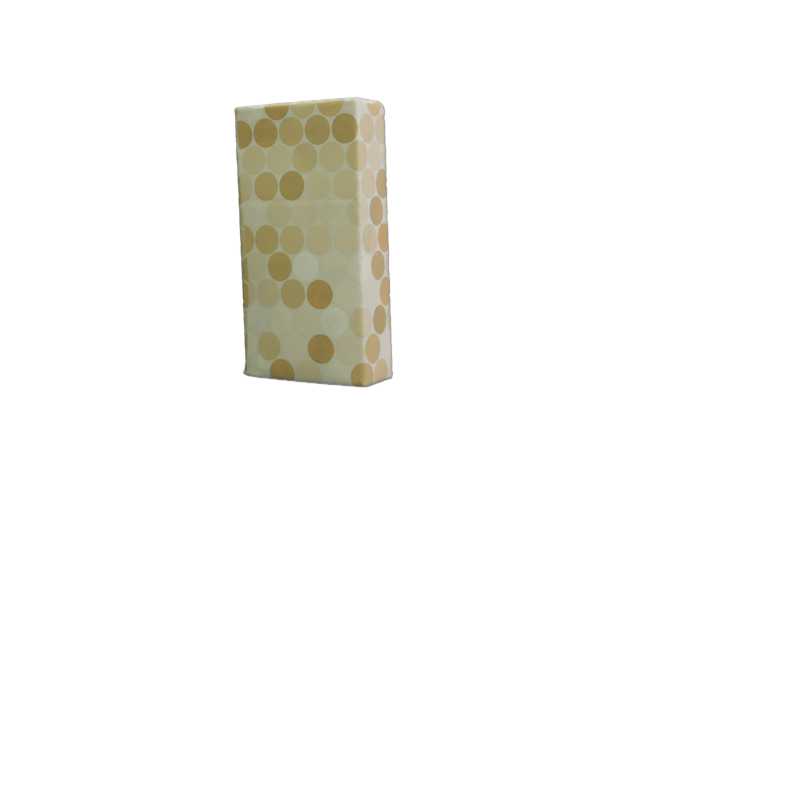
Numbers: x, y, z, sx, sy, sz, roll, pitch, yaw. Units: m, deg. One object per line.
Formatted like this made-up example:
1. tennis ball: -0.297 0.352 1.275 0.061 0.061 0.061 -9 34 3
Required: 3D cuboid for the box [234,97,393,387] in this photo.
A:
1. box: -0.055 -0.101 0.704 0.097 0.176 0.046 2 2 29
